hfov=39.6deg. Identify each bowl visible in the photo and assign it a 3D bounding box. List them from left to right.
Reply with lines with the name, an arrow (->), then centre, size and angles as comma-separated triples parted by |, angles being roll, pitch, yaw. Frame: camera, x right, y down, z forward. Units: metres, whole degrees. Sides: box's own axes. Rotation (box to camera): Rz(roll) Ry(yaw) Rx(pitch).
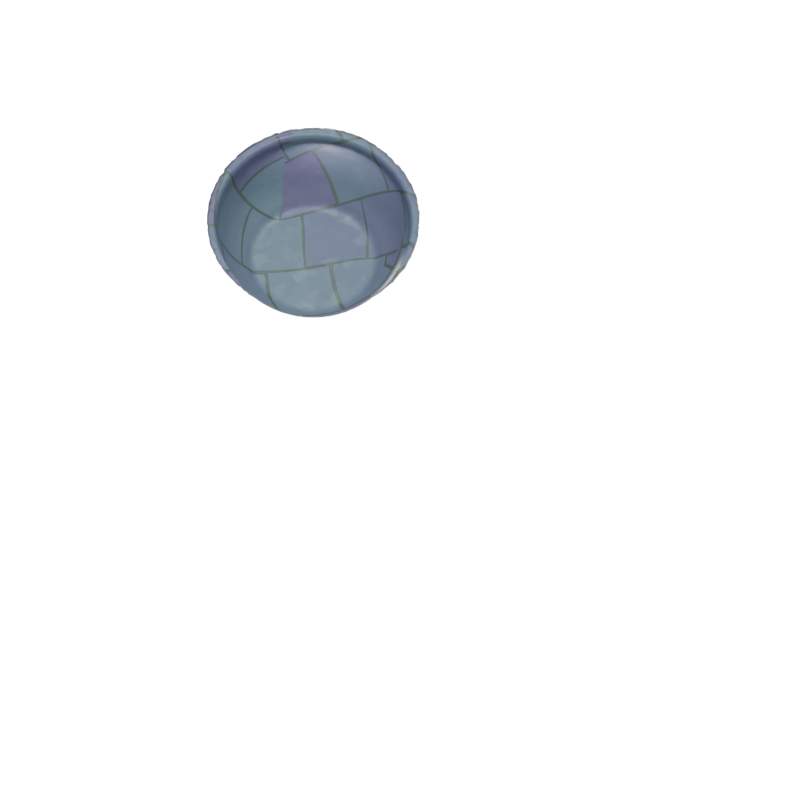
bowl -> -0.064, -0.117, 0.820 | 0.162, 0.152, 0.059 | 1, 34, -1
